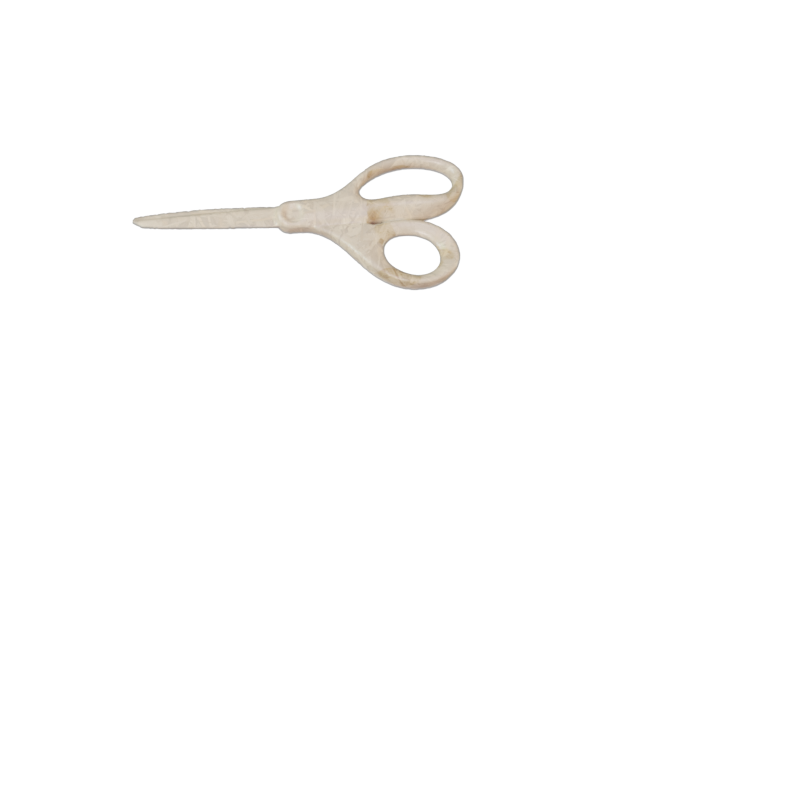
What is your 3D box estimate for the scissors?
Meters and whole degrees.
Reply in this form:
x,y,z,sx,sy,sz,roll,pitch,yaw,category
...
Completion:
x,y,z,sx,sy,sz,roll,pitch,yaw,category
-0.052,-0.095,0.668,0.201,0.102,0.015,-17,-24,-8,scissors
